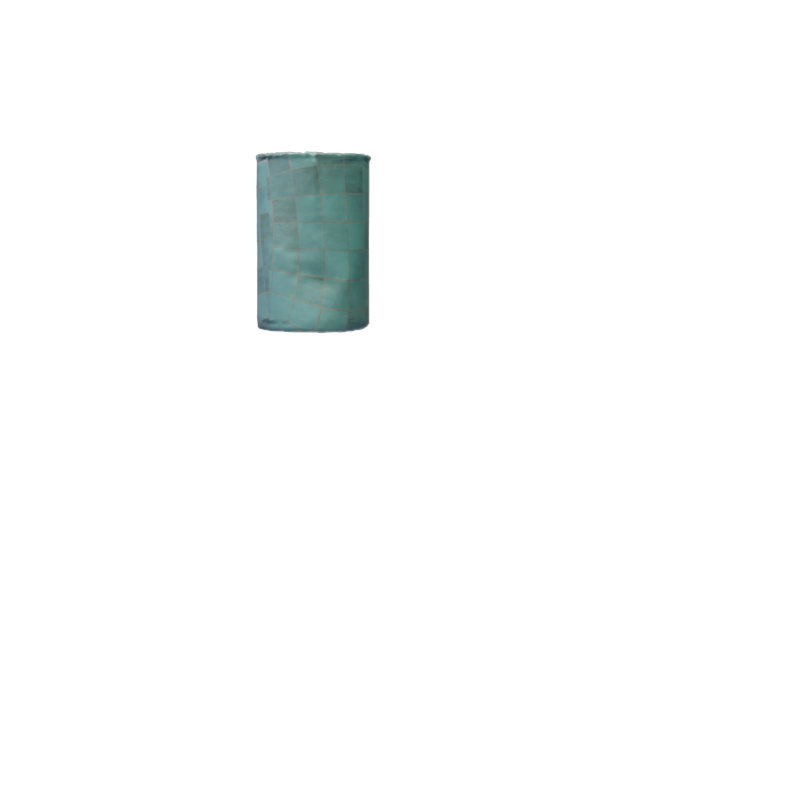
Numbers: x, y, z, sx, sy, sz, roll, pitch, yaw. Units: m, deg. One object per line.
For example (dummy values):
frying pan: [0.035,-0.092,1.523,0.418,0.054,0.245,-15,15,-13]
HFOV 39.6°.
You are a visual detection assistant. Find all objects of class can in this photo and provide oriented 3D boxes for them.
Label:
can: [-0.051,-0.093,0.653,0.068,0.102,0.069,0,3,-2]
